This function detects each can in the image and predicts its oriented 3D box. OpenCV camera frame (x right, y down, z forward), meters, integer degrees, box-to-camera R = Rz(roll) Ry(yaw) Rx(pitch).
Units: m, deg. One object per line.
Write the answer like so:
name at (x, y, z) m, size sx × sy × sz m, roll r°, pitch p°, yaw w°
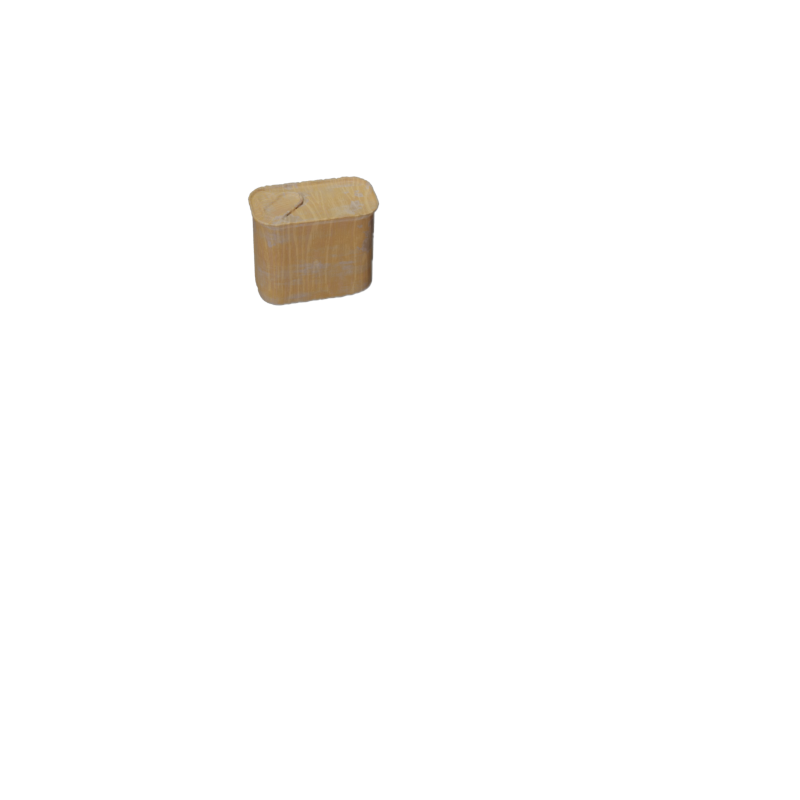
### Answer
can at (-0.071, -0.129, 0.905) m, size 0.101 × 0.078 × 0.062 m, roll -8°, pitch 41°, yaw -11°
